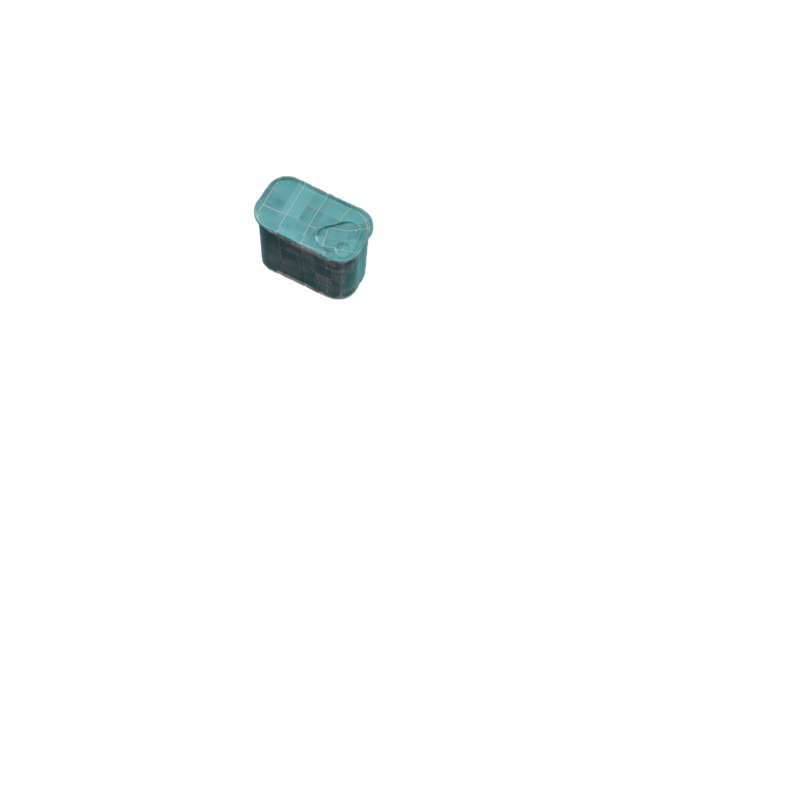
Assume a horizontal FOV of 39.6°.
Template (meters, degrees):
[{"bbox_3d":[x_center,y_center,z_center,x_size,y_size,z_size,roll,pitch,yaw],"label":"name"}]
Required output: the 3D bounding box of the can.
[{"bbox_3d":[-0.077,-0.141,0.987,0.105,0.059,0.079,27,-23,11],"label":"can"}]
